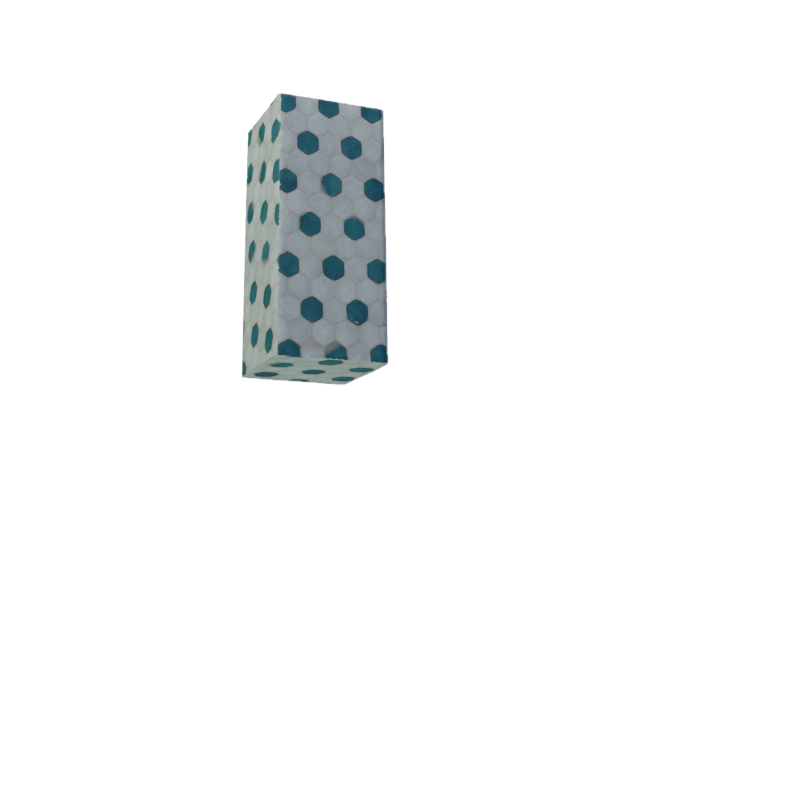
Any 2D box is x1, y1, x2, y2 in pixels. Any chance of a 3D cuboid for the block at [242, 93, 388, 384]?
[{"bbox_3d":[-0.068,-0.124,0.872,0.088,0.215,0.089,6,-18,-22],"label":"block"}]
